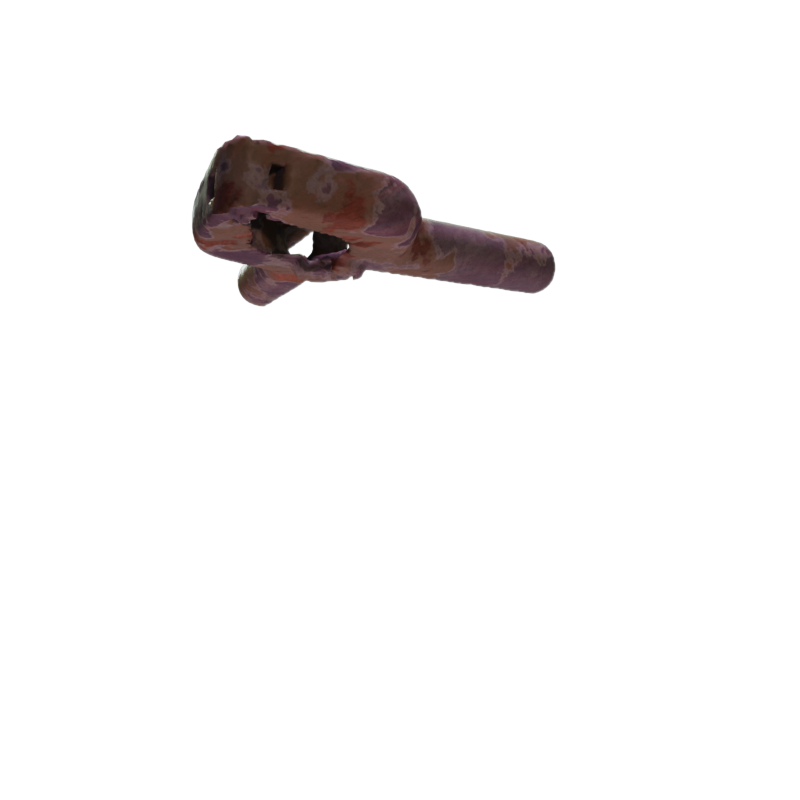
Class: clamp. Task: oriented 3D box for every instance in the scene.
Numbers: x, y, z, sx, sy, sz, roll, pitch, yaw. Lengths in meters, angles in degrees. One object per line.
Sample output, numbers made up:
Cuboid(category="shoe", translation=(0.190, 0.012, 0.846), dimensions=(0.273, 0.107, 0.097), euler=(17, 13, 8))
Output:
Cuboid(category="clamp", translation=(-0.038, -0.070, 0.490), dimensions=(0.169, 0.037, 0.200), euler=(-3, -6, 25))
